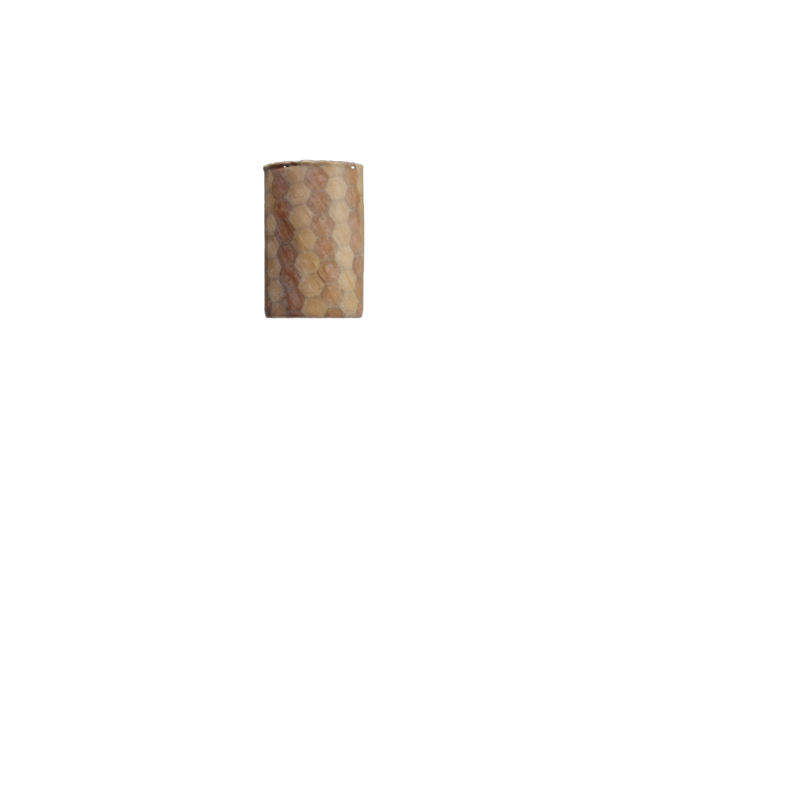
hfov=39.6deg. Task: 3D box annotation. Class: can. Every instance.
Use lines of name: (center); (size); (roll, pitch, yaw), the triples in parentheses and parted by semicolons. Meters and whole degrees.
can: (-0.058, -0.106, 0.743); (0.068, 0.103, 0.068); (0, -1, -2)
